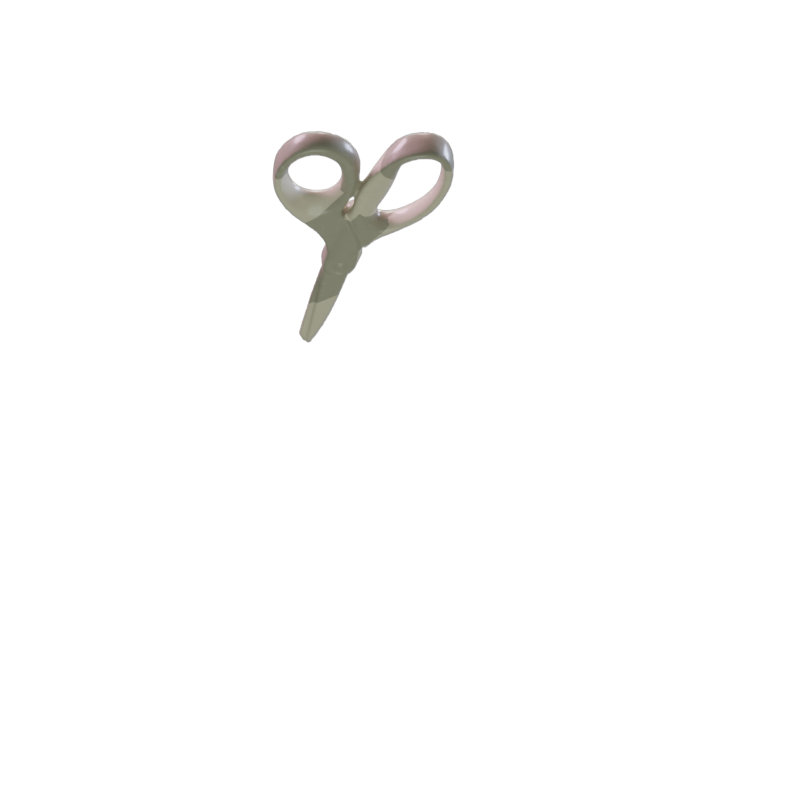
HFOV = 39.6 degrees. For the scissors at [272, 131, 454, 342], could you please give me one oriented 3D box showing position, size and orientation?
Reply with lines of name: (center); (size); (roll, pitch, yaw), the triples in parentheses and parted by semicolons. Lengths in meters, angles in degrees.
scissors: (-0.046, -0.084, 0.591); (0.092, 0.017, 0.198); (15, -31, -27)
